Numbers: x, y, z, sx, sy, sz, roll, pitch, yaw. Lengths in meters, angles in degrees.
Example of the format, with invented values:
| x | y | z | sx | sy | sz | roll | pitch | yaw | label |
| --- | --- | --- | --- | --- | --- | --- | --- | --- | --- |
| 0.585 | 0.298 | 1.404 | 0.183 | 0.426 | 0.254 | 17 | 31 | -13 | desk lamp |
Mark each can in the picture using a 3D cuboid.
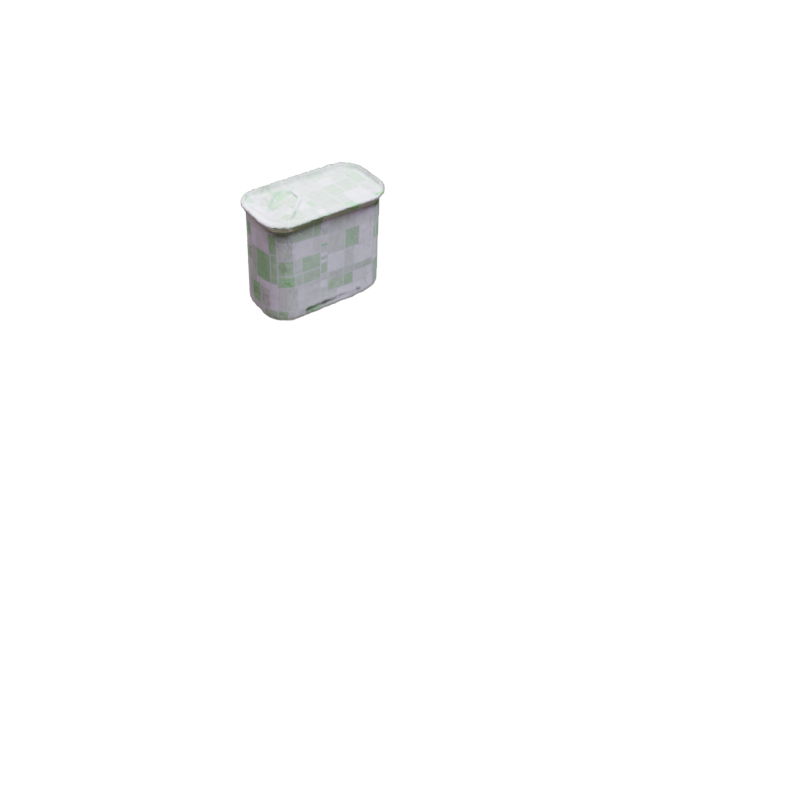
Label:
| x | y | z | sx | sy | sz | roll | pitch | yaw | label |
| --- | --- | --- | --- | --- | --- | --- | --- | --- | --- |
| -0.063 | -0.115 | 0.807 | 0.101 | 0.078 | 0.062 | -23 | 44 | -28 | can |
